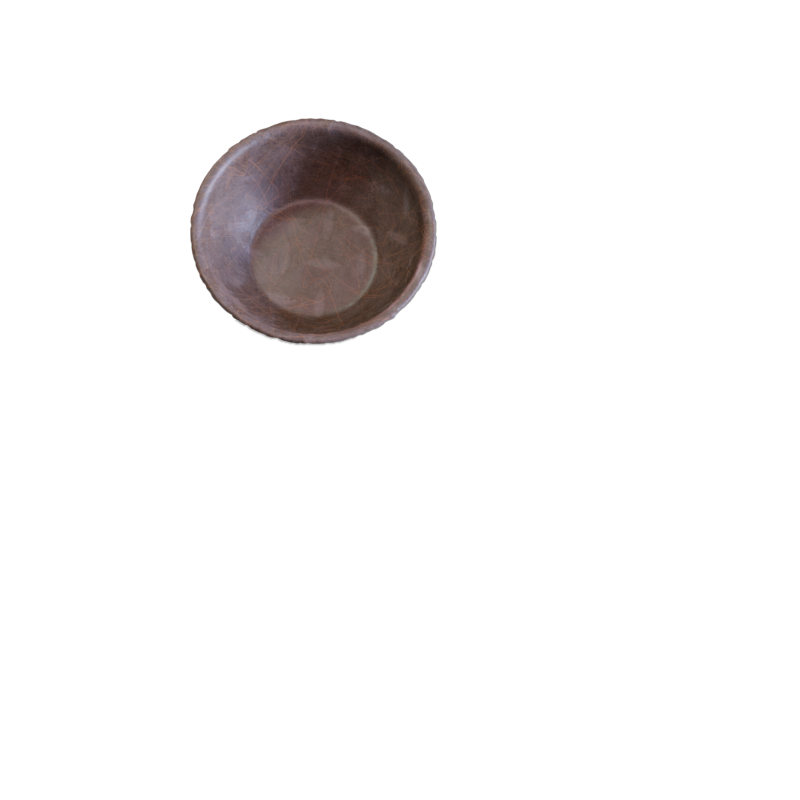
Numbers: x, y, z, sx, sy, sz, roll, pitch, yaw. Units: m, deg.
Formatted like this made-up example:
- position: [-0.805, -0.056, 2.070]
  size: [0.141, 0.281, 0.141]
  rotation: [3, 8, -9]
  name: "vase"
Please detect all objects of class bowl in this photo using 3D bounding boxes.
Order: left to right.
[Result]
- position: [-0.058, -0.106, 0.746]
  size: [0.162, 0.171, 0.052]
  rotation: [-1, -22, -1]
  name: "bowl"
